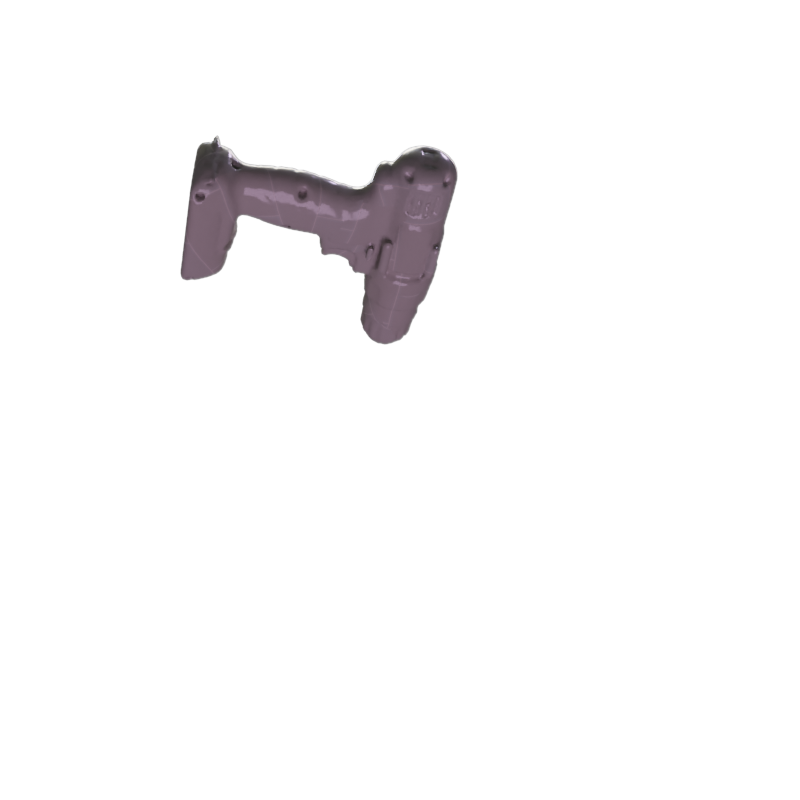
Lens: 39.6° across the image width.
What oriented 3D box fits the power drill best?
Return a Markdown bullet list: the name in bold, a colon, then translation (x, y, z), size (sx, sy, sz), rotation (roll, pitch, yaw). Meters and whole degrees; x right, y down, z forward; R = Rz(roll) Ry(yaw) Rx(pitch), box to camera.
- **power drill**: translation (-0.063, -0.116, 0.811), size (0.186, 0.062, 0.173), rotation (6, -44, -7)
